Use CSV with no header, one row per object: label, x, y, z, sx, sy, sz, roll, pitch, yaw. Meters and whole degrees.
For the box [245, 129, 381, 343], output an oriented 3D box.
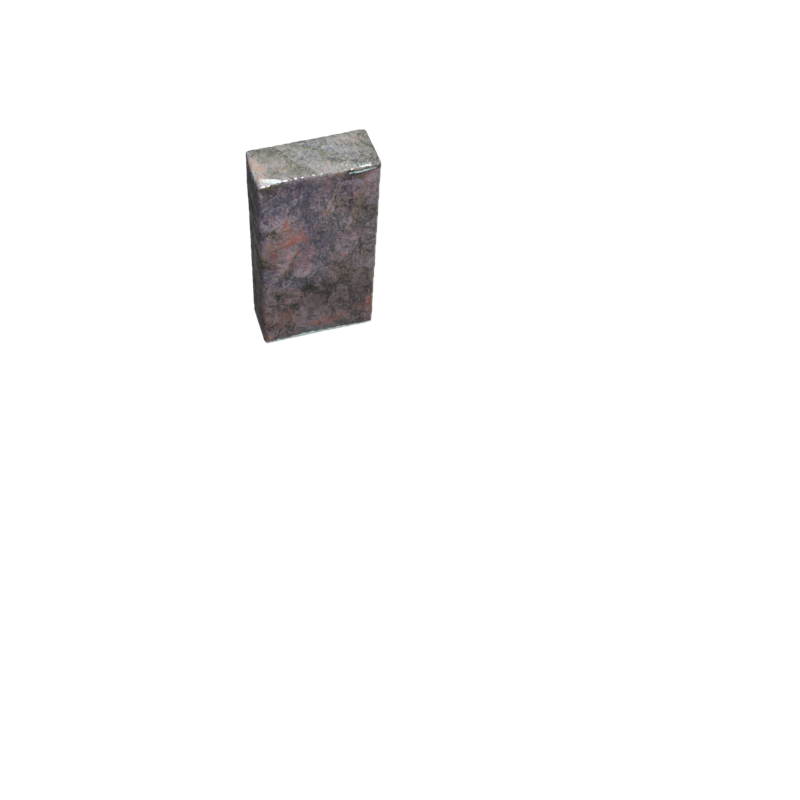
box,-0.066,-0.120,0.845,0.092,0.052,0.165,-13,-34,-12
